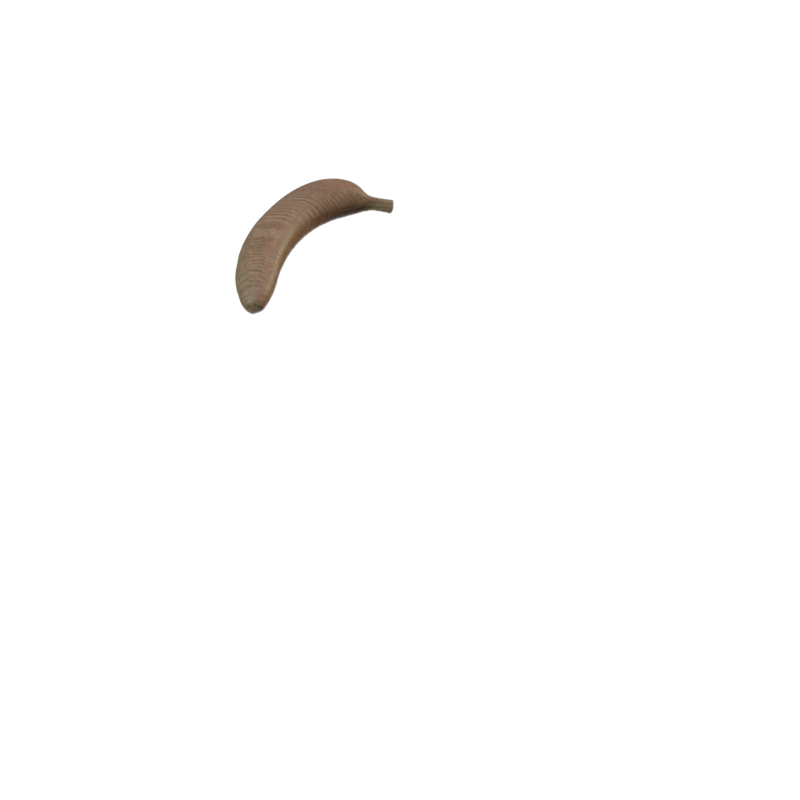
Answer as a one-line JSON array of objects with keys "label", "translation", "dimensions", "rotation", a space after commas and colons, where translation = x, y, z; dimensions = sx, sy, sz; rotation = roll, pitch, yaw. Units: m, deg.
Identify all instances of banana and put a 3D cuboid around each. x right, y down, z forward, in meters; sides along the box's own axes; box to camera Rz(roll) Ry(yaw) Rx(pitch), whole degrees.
[{"label": "banana", "translation": [-0.084, -0.139, 0.914], "dimensions": [0.073, 0.034, 0.201], "rotation": [23, 45, 24]}]
